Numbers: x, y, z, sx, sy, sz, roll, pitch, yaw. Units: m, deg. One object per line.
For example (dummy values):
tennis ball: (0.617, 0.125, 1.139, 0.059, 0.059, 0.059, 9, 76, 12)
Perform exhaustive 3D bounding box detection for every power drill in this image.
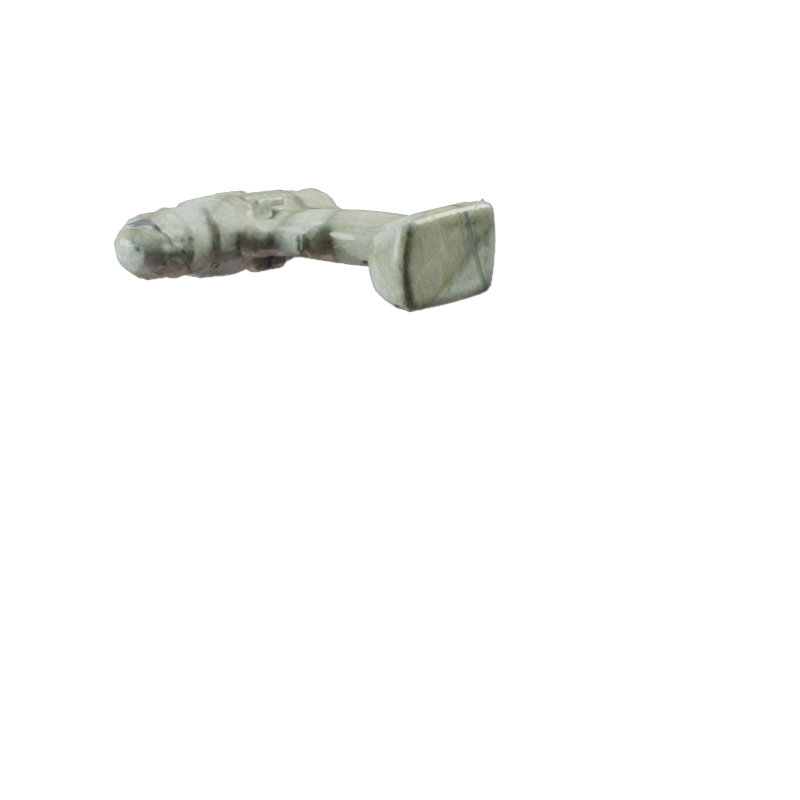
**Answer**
power drill: (-0.053, -0.096, 0.672, 0.197, 0.055, 0.181, 13, 22, 35)
